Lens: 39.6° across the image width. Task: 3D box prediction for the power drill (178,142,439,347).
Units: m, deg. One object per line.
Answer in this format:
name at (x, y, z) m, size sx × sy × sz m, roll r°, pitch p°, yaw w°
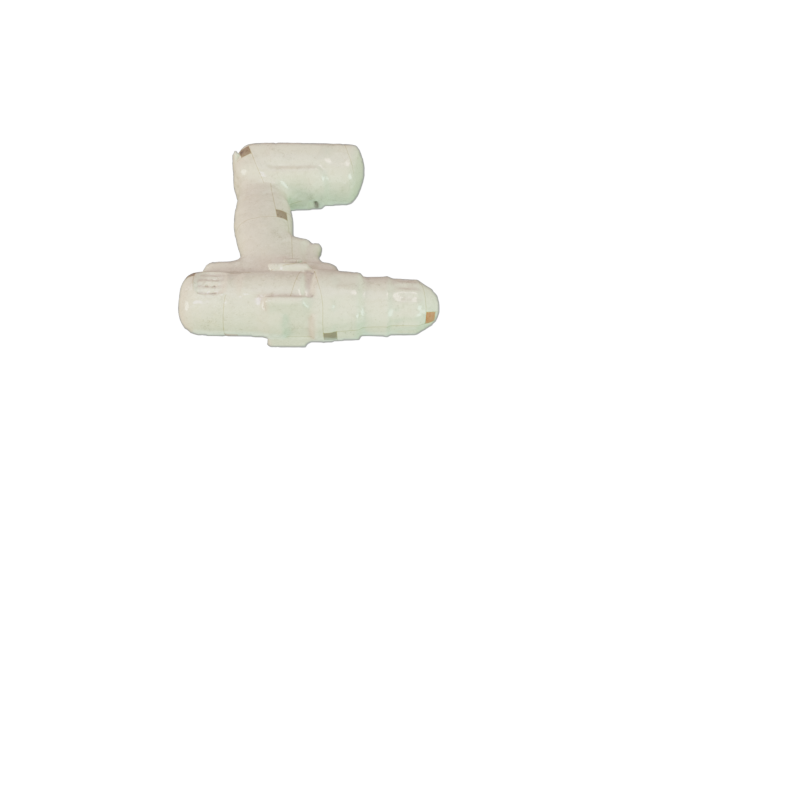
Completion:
power drill at (-0.065, -0.119, 0.835) m, size 0.185 × 0.053 × 0.201 m, roll 1°, pitch 44°, yaw 1°
